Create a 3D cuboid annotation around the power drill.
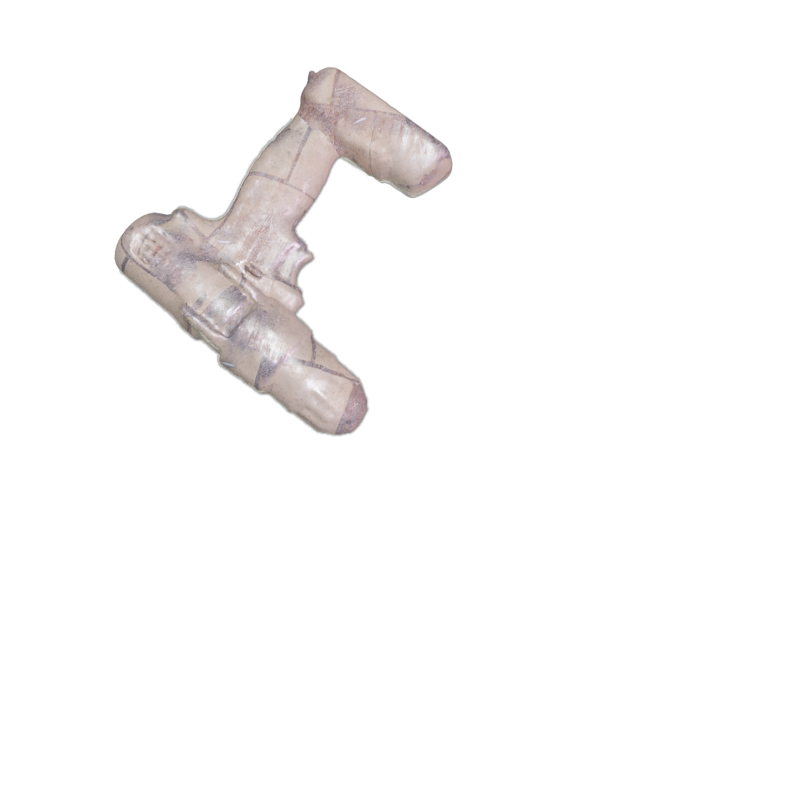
[{"bbox_3d":[-0.053,-0.097,0.678,0.189,0.190,0.055,38,-13,10],"label":"power drill"}]
